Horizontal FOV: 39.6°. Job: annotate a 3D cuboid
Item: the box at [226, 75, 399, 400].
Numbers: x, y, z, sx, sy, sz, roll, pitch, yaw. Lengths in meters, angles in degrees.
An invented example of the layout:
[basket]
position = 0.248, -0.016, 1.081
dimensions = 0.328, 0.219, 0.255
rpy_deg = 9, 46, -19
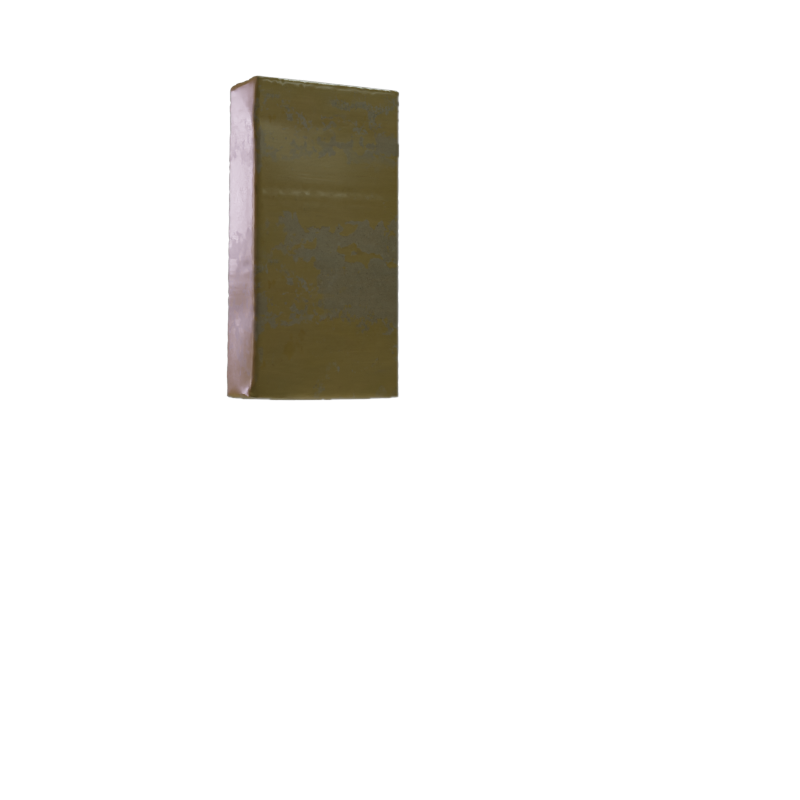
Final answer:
[box]
position = -0.049, -0.089, 0.627
dimensions = 0.090, 0.178, 0.049
rpy_deg = 2, -5, -29
